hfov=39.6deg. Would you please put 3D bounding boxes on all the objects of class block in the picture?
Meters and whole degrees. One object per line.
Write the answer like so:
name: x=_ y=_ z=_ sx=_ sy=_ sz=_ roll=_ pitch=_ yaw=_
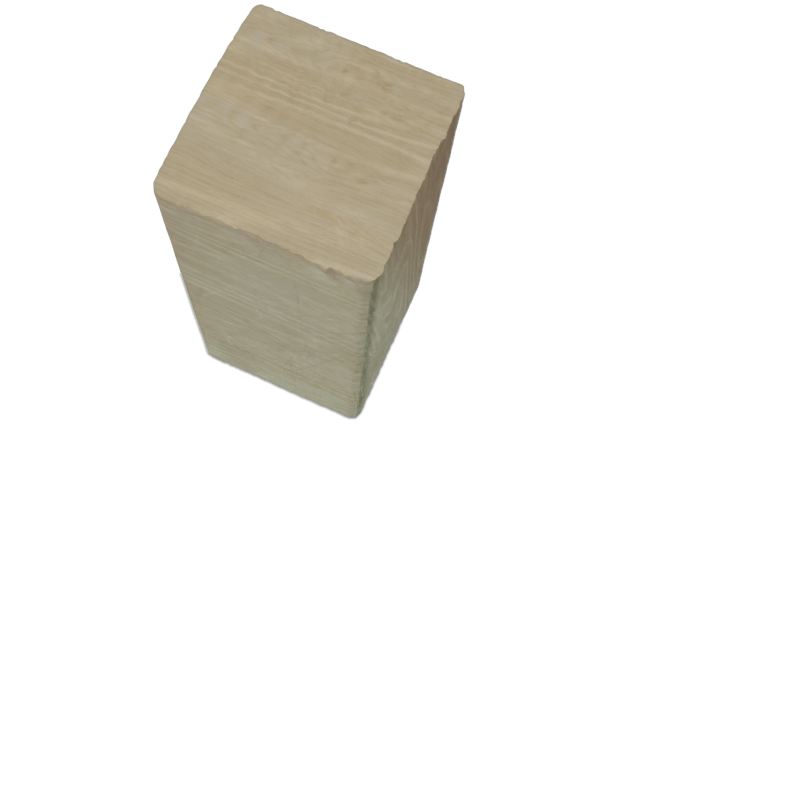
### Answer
block: x=-0.039 y=-0.070 z=0.497 sx=0.092 sy=0.093 sz=0.198 roll=24 pitch=-16 yaw=3
